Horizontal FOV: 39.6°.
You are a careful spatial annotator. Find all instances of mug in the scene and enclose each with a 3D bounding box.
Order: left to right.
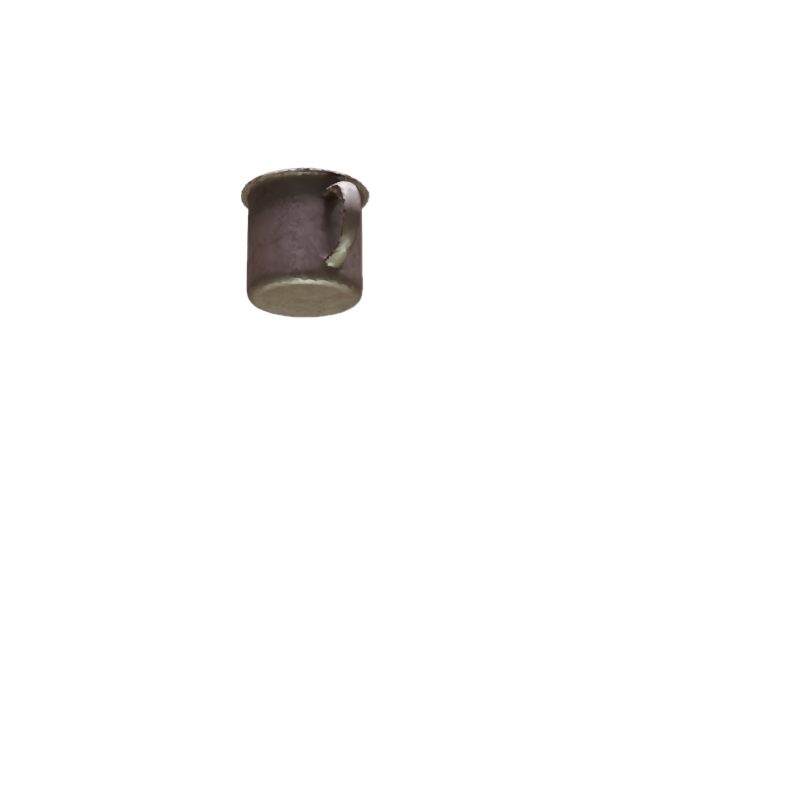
[{"bbox_3d":[-0.061,-0.111,0.776,0.089,0.085,0.117,11,-21,-32],"label":"mug"}]
